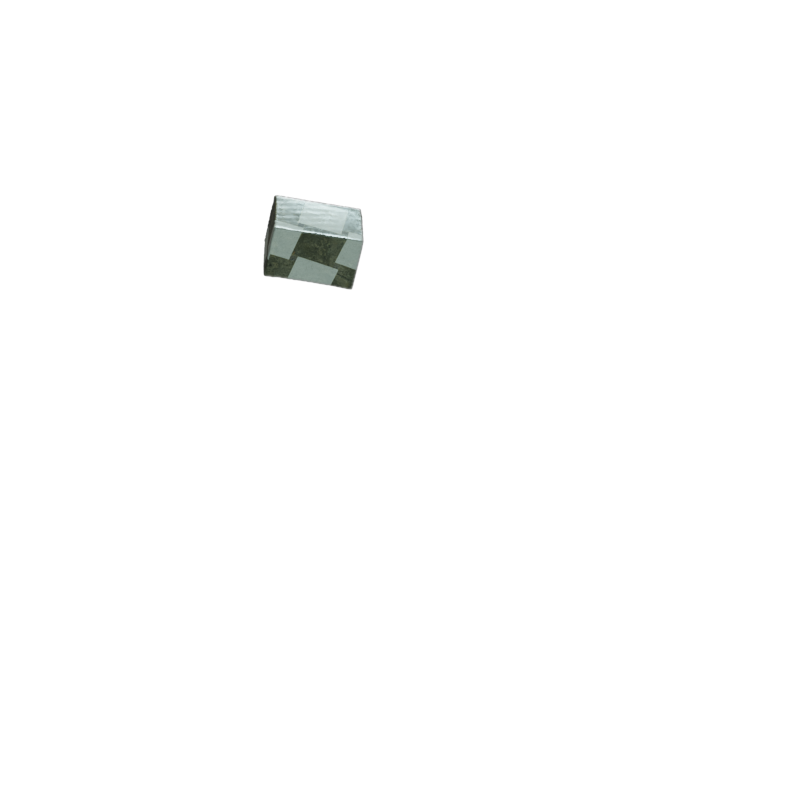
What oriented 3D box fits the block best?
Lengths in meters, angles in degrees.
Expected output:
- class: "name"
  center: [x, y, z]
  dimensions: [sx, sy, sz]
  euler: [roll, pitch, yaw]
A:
- class: "block"
  center: [-0.074, -0.134, 0.942]
  dimensions: [0.077, 0.050, 0.055]
  euler: [9, 38, -9]
